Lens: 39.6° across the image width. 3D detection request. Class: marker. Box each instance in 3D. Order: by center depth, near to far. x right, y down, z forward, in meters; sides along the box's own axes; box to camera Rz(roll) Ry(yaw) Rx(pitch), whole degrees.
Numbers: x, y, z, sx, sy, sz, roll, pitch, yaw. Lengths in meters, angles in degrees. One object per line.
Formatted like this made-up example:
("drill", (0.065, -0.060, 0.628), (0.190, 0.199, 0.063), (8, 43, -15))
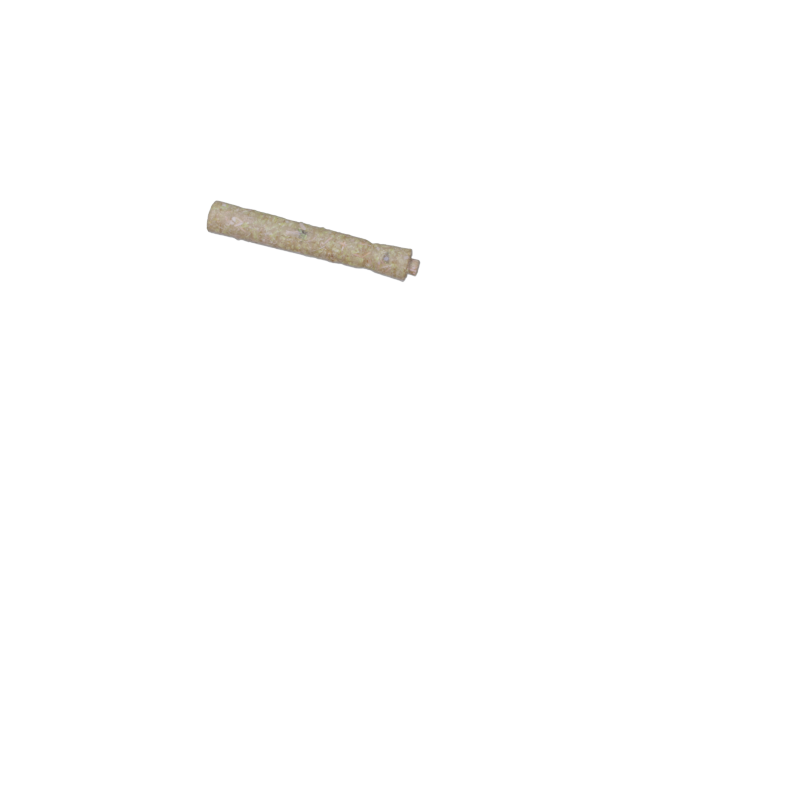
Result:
("marker", (-0.049, -0.089, 0.620), (0.123, 0.020, 0.020), (15, 6, 9))
